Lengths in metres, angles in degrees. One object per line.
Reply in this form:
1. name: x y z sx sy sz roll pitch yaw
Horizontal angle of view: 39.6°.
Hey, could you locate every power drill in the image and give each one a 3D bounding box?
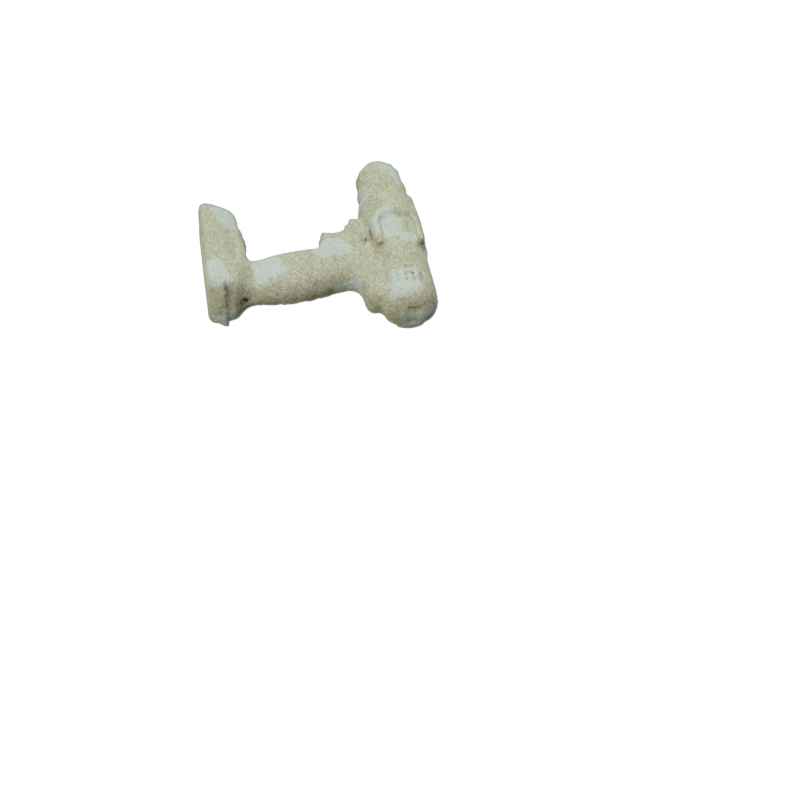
1. power drill: -0.072 -0.132 0.924 0.186 0.053 0.199 -6 46 -7
